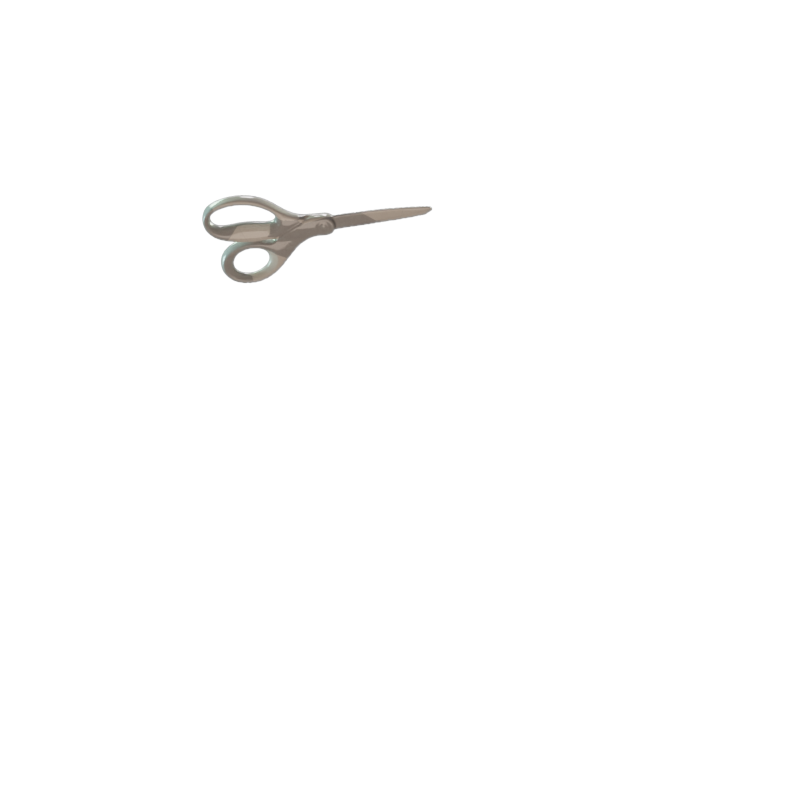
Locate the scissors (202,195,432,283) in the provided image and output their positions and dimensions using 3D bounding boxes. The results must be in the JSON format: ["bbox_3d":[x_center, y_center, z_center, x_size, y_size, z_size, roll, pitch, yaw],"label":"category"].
[{"bbox_3d":[-0.078,-0.143,1.000,0.200,0.091,0.017,5,35,-4],"label":"scissors"}]
